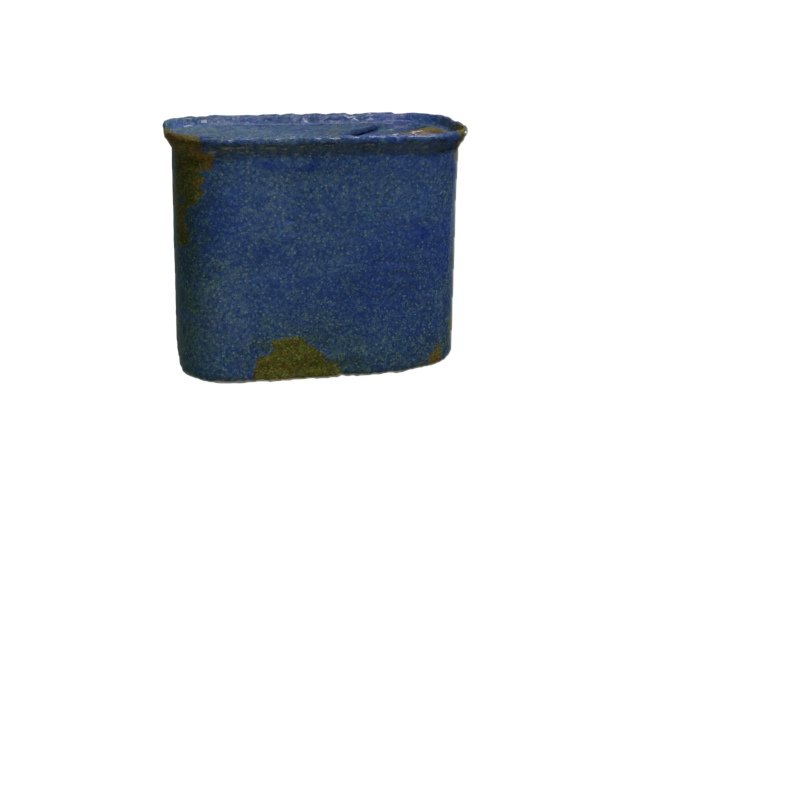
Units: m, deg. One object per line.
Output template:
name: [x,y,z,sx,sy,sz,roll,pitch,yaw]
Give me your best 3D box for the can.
can: [-0.030,-0.055,0.387,0.101,0.081,0.060,-3,17,-10]
